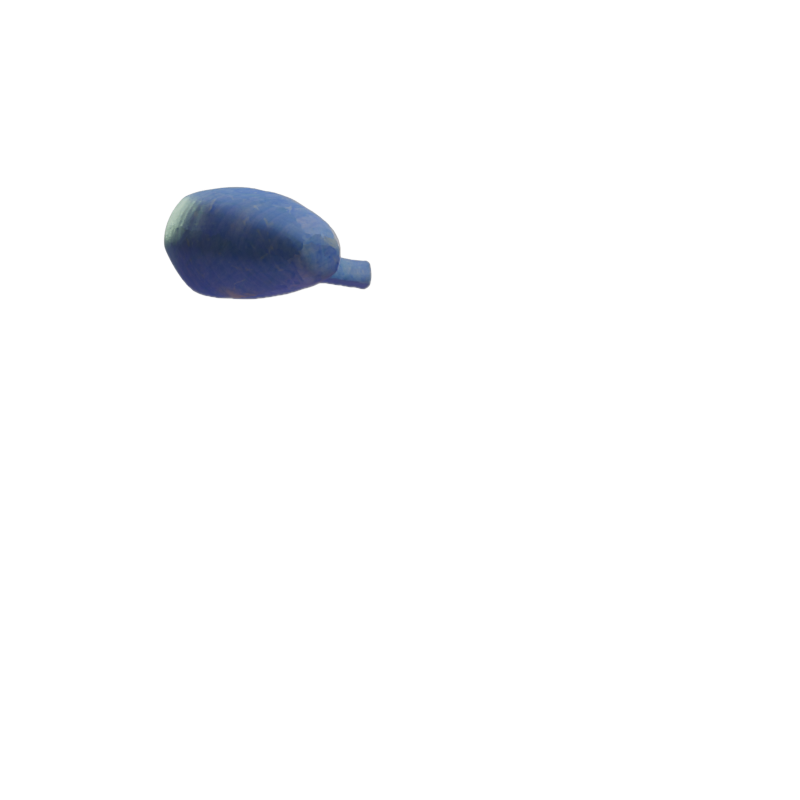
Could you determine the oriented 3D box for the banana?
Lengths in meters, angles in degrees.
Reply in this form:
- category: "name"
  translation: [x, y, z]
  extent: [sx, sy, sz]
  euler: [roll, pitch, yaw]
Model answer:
- category: "banana"
  translation: [-0.048, -0.055, 0.388]
  extent: [0.070, 0.036, 0.198]
  euler: [0, 7, 2]
